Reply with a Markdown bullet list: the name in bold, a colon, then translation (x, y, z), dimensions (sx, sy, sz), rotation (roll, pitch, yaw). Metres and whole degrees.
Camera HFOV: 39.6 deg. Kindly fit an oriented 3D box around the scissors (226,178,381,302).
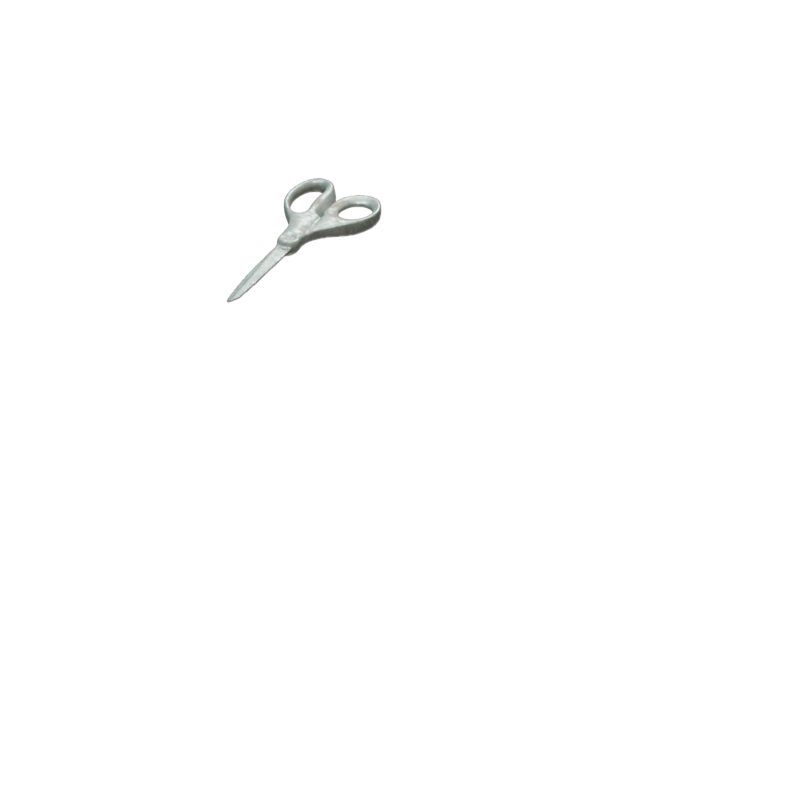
- **scissors**: translation (-0.073, -0.133, 0.934), dimensions (0.097, 0.015, 0.213), rotation (5, 38, 7)
